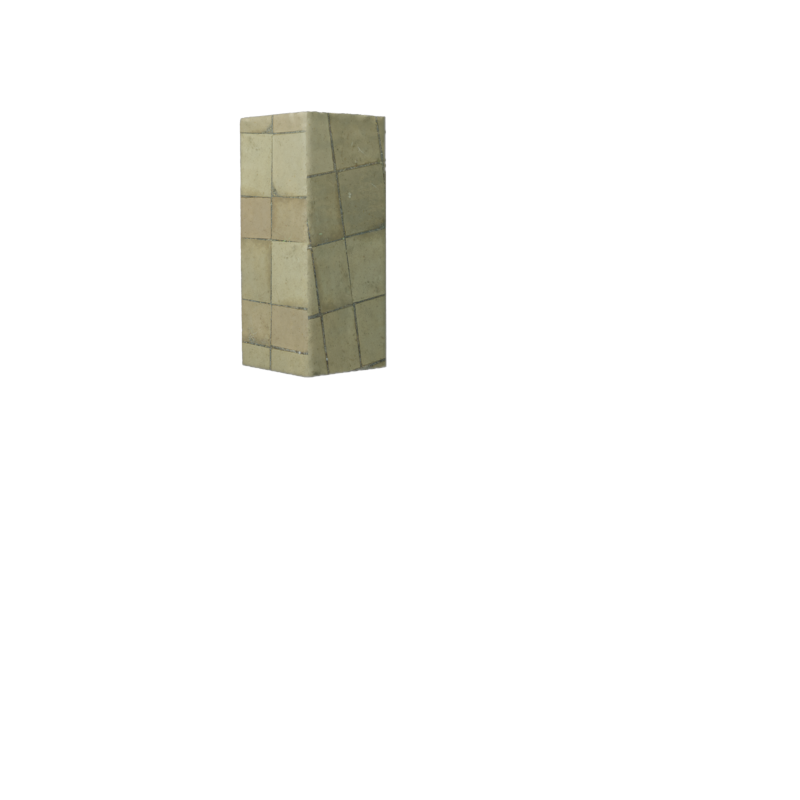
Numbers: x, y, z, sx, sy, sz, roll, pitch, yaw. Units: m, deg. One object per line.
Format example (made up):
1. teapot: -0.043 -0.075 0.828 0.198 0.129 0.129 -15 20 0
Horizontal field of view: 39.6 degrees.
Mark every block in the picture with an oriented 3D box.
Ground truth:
1. block: -0.072 -0.131 0.915 0.087 0.205 0.095 -3 5 -42
